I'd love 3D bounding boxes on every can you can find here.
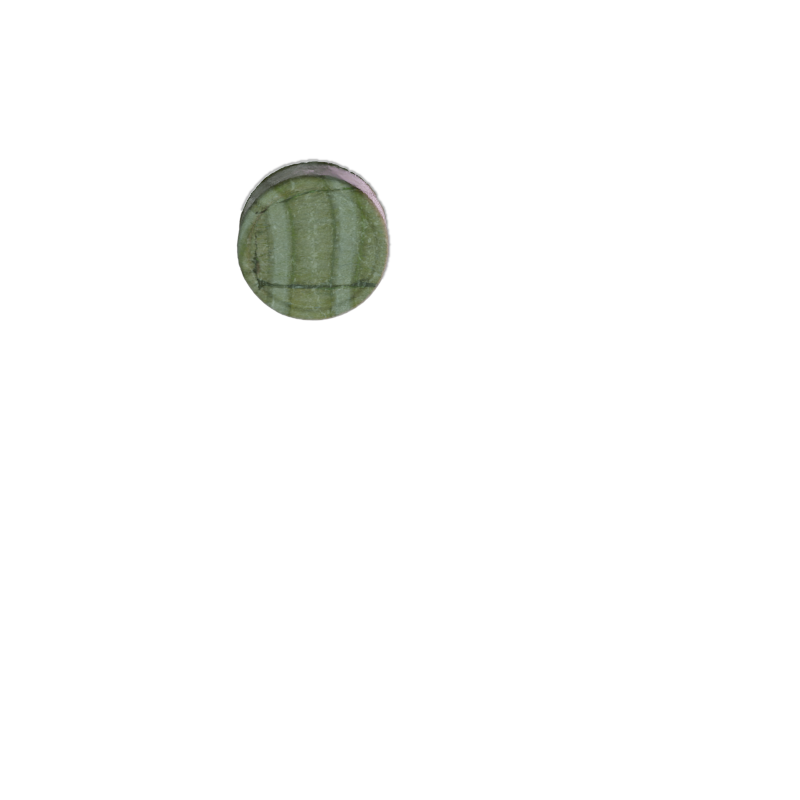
[{"bbox_3d":[-0.049,-0.089,0.621,0.086,0.082,0.035,0,20,-1],"label":"can"}]
